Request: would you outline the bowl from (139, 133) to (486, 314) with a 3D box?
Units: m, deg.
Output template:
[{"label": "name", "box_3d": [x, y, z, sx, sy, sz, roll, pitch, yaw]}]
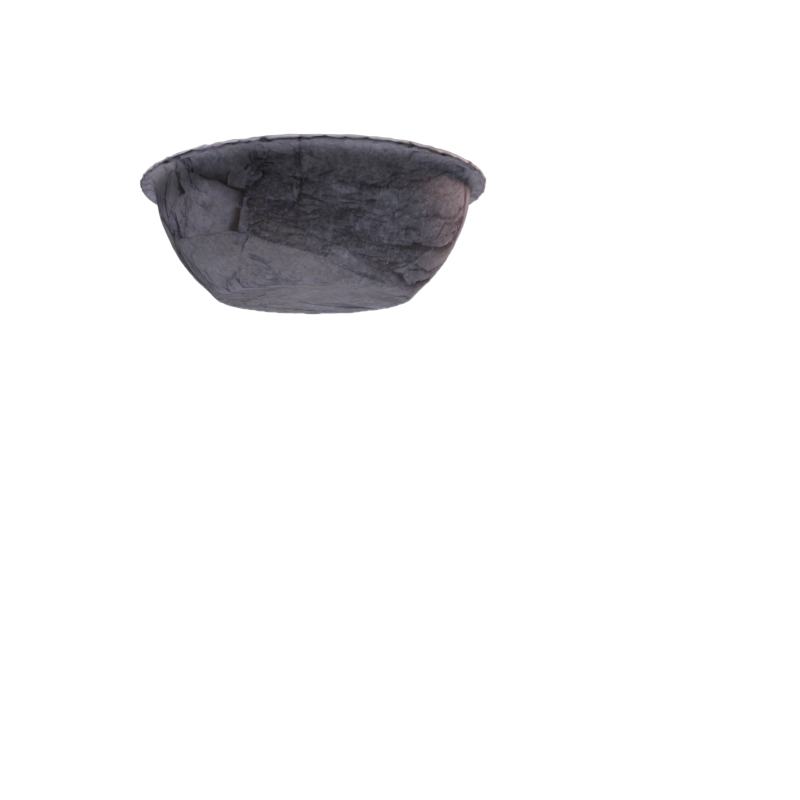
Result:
[{"label": "bowl", "box_3d": [-0.040, -0.074, 0.516, 0.162, 0.056, 0.159, 0, -5, -2]}]
